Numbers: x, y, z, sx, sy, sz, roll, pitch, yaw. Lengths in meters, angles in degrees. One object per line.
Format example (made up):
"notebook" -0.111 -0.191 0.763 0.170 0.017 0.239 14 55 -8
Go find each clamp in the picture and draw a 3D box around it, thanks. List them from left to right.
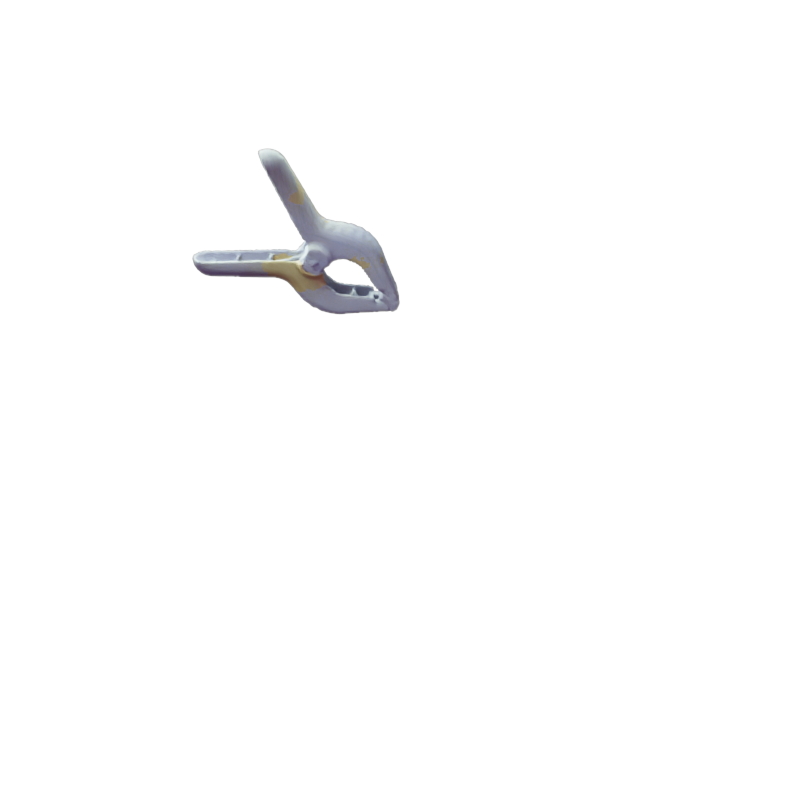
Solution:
"clamp" -0.071 -0.129 0.901 0.167 0.115 0.042 20 31 -13
